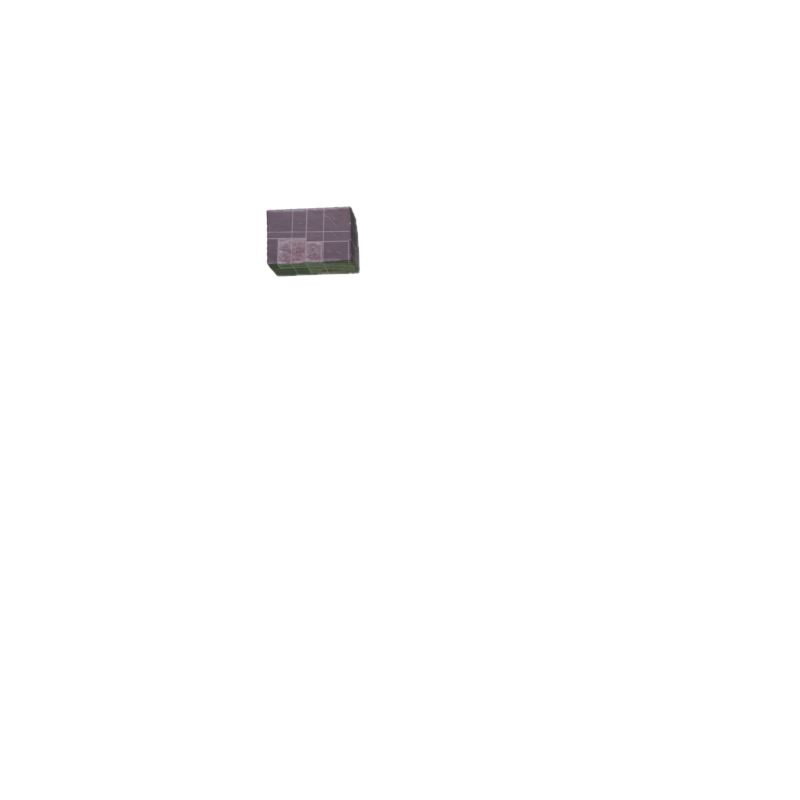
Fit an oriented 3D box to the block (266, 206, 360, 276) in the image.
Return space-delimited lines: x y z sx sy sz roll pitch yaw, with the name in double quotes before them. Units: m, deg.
"block" -0.078 -0.142 0.991 0.079 0.053 0.051 -1 -10 7
